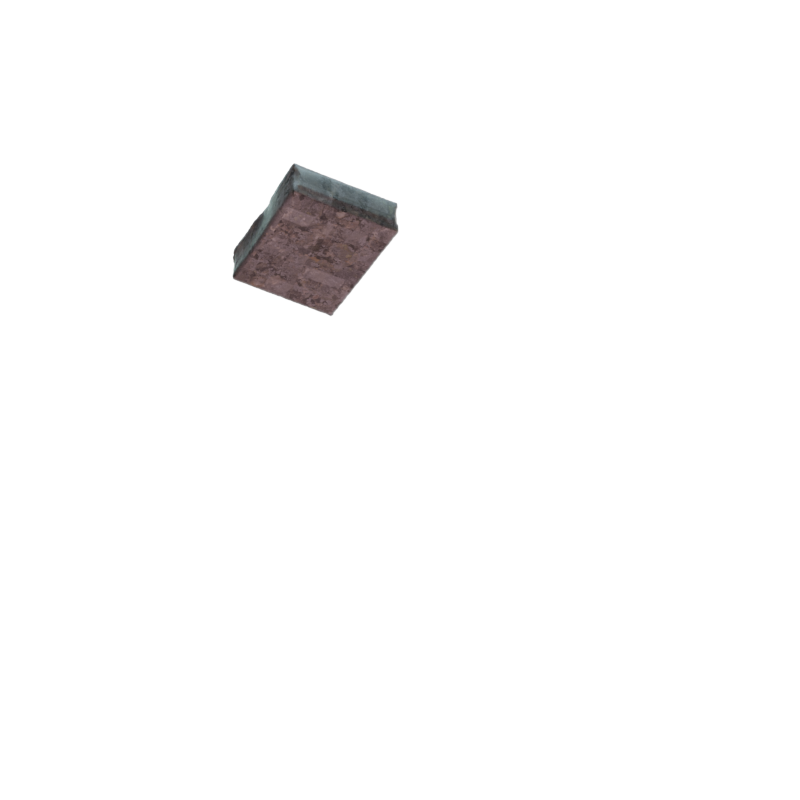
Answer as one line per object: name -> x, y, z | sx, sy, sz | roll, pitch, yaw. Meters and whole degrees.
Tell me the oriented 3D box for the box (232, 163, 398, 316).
box -> -0.054, -0.099, 0.695 | 0.070, 0.032, 0.087 | 20, -45, -22
